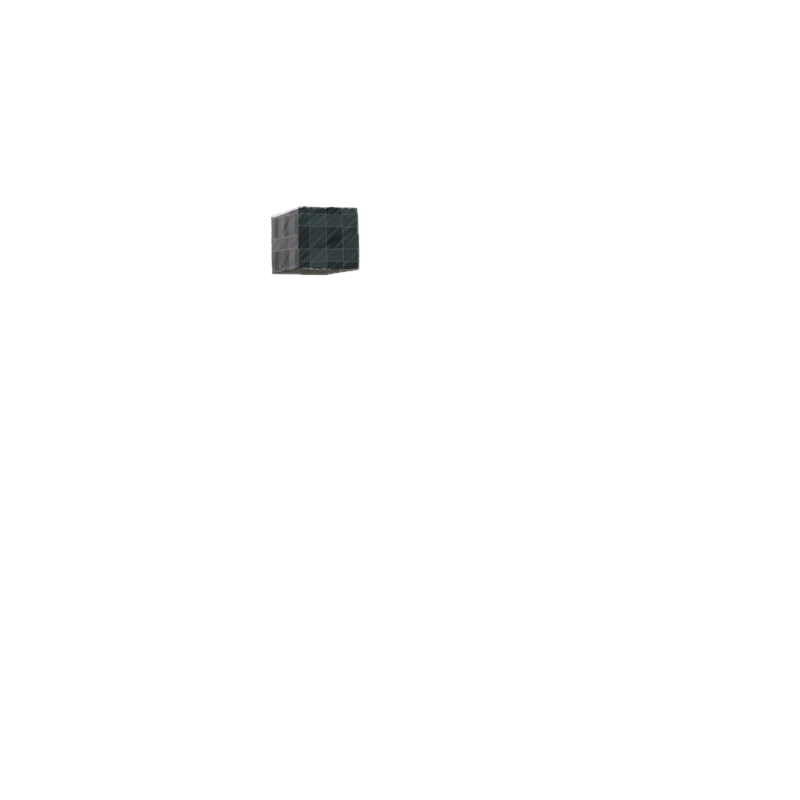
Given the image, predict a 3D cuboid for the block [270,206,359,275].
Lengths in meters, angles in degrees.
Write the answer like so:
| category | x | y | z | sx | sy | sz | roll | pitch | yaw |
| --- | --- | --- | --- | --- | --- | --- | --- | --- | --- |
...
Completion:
| category | x | y | z | sx | sy | sz | roll | pitch | yaw |
| --- | --- | --- | --- | --- | --- | --- | --- | --- | --- |
| block | -0.072 | -0.131 | 0.917 | 0.051 | 0.052 | 0.080 | 0 | 1 | -23 |
